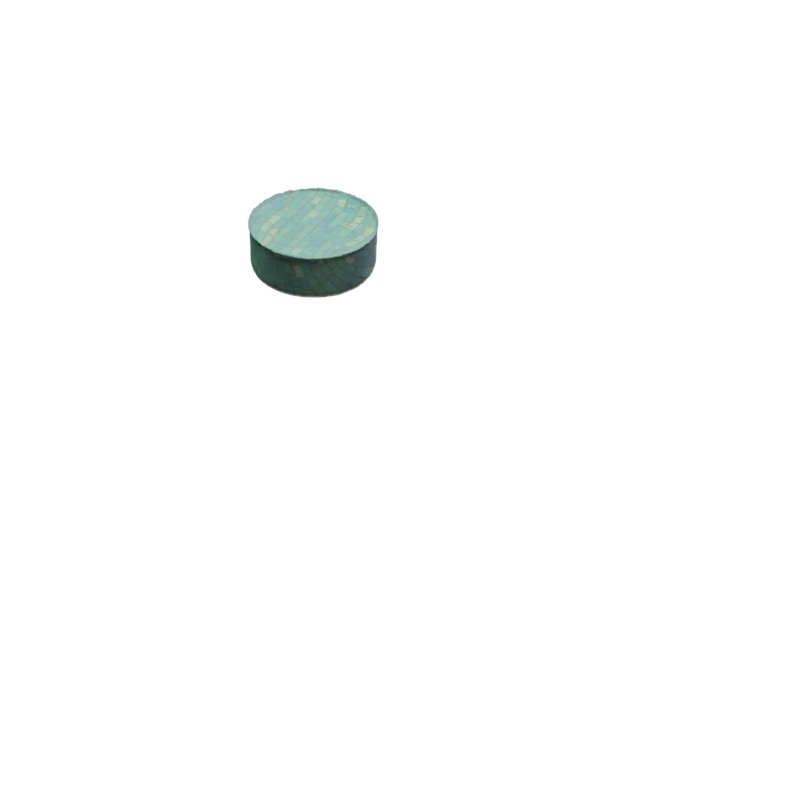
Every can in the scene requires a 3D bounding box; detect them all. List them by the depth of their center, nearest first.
[{"bbox_3d":[-0.058,-0.105,0.736,0.086,0.031,0.092,-1,39,-2],"label":"can"}]
